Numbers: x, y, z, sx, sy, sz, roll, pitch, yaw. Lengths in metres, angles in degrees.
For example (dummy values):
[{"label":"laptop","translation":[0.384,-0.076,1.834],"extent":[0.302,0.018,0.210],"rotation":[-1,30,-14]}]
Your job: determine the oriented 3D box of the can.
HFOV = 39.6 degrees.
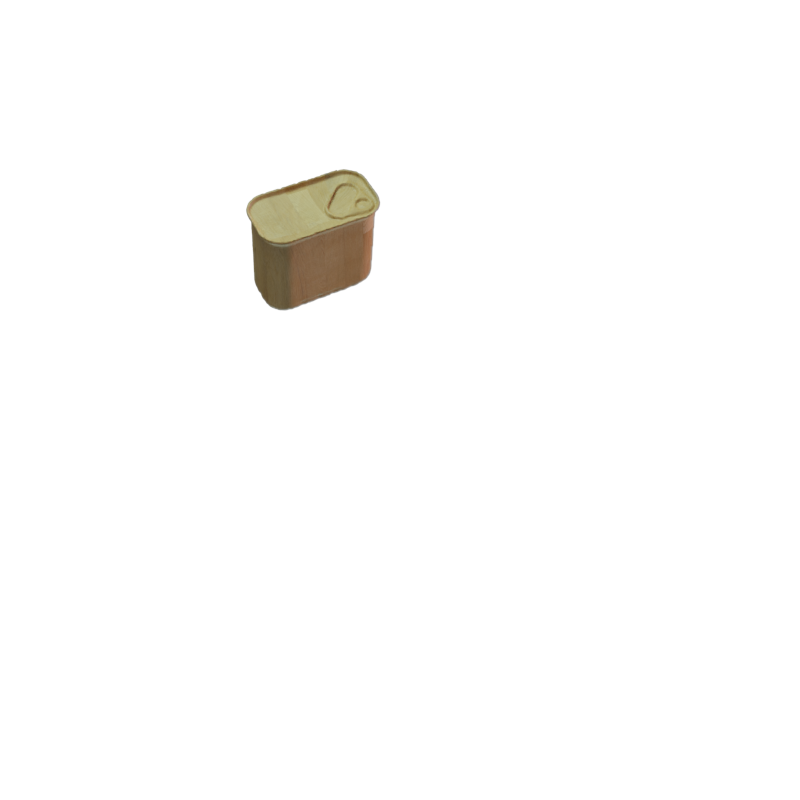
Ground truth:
[{"label":"can","translation":[-0.070,-0.127,0.890],"extent":[0.101,0.062,0.078],"rotation":[-21,-36,-18]}]
